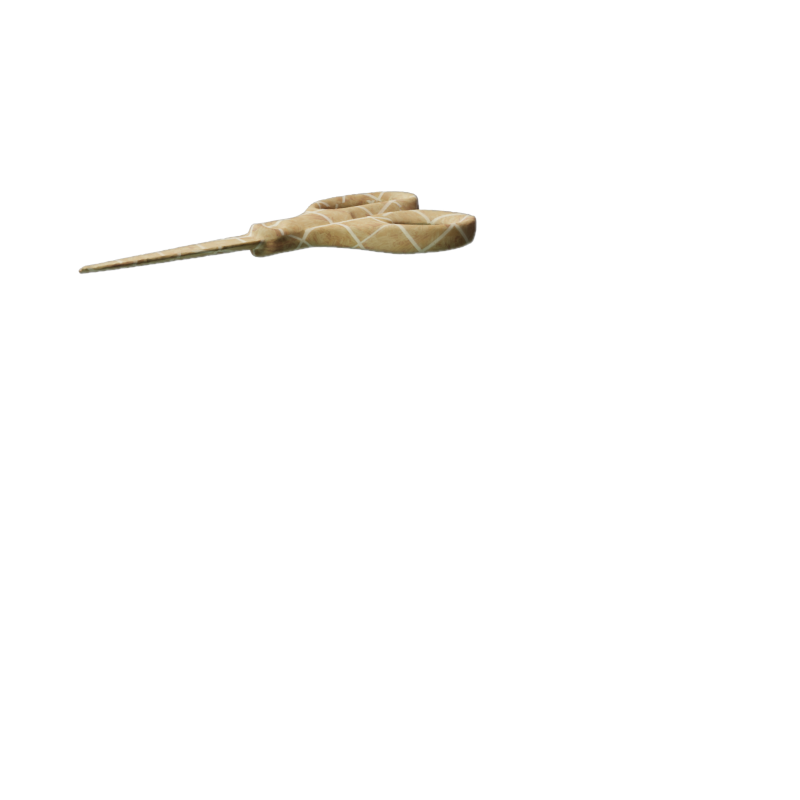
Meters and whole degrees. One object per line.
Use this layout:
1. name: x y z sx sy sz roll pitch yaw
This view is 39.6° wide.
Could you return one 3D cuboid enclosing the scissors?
1. scissors: -0.040 -0.073 0.512 0.101 0.015 0.200 14 25 31
